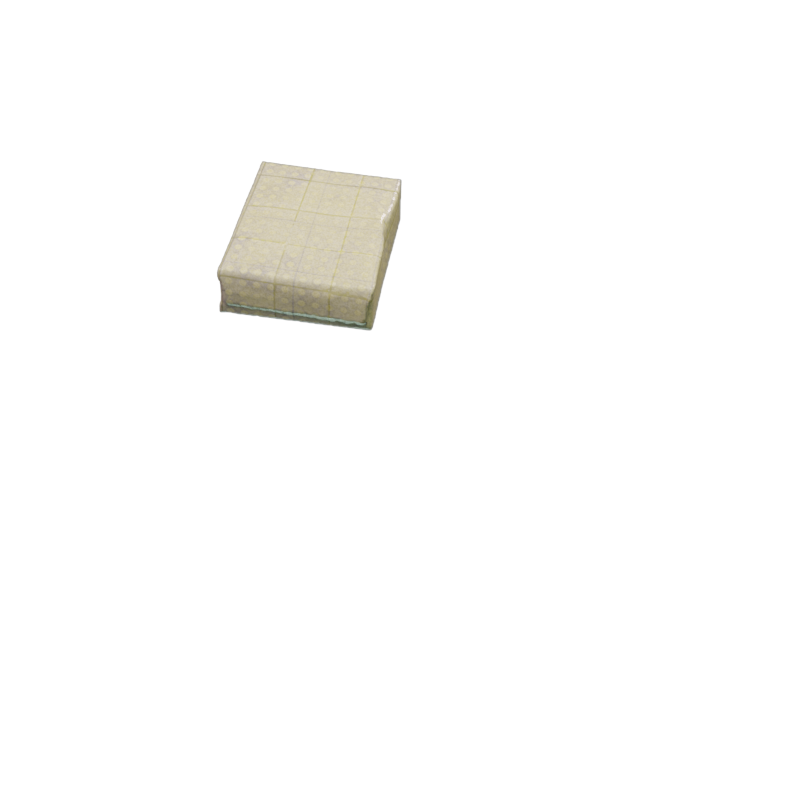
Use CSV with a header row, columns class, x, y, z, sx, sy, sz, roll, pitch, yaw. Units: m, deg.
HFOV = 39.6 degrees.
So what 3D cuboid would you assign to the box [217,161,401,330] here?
class,x,y,z,sx,sy,sz,roll,pitch,yaw
box,-0.042,-0.076,0.534,0.074,0.028,0.094,7,44,7
